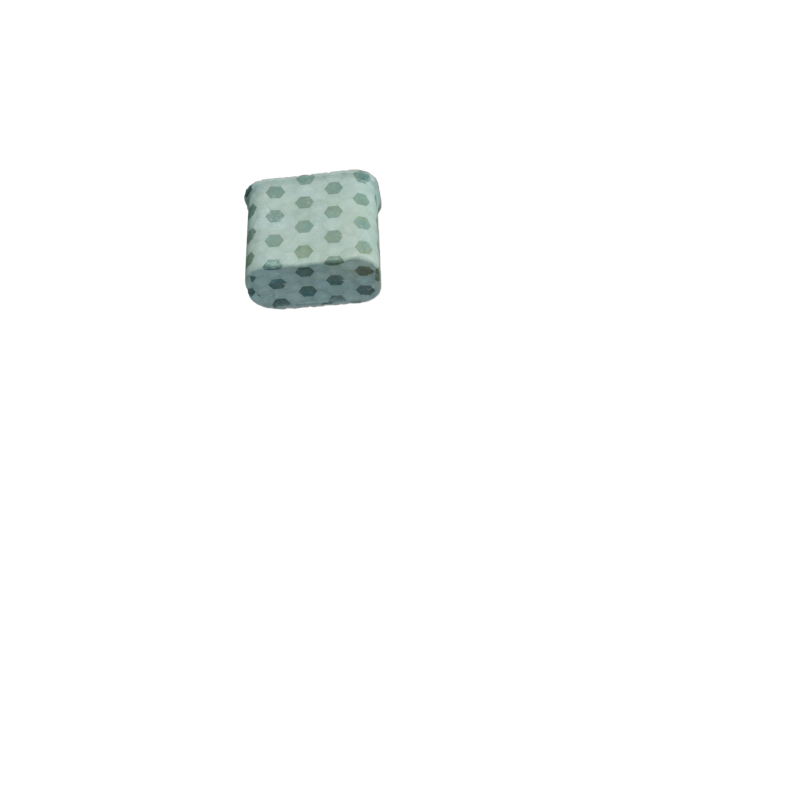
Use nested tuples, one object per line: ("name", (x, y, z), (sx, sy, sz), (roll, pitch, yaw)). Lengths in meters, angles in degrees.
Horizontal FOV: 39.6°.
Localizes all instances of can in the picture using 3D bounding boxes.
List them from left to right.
("can", (-0.064, -0.116, 0.813), (0.102, 0.090, 0.053), (-5, -36, 6))
